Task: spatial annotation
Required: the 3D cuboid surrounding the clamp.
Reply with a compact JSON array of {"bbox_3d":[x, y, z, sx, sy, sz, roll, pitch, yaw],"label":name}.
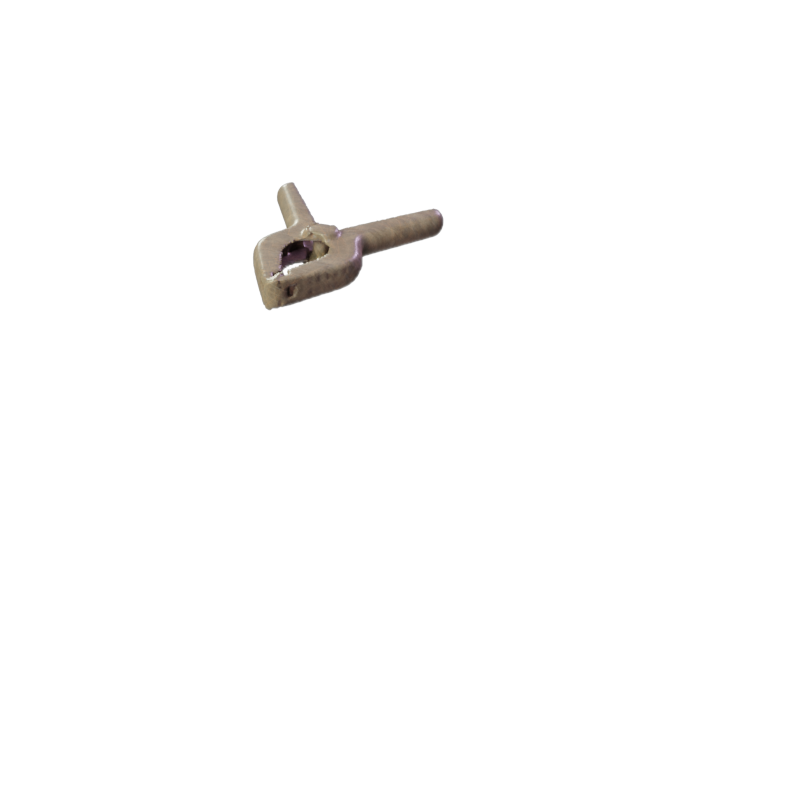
[{"bbox_3d":[-0.077,-0.140,0.978,0.172,0.034,0.213,16,35,24],"label":"clamp"}]
